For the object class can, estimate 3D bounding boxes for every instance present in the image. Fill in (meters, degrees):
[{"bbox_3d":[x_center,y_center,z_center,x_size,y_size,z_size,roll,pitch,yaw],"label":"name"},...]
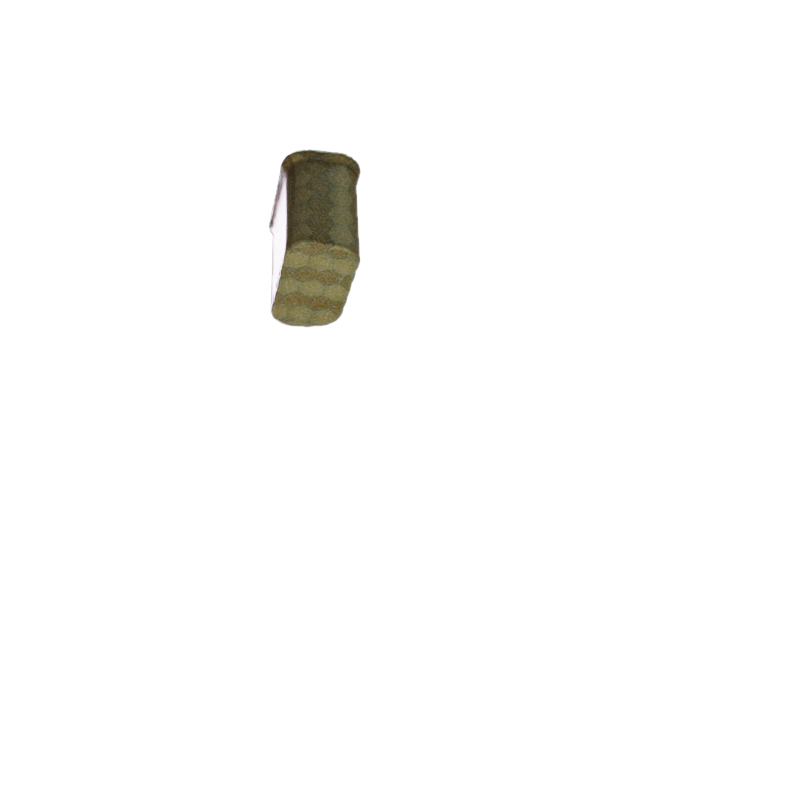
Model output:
[{"bbox_3d":[-0.062,-0.113,0.790,0.057,0.090,0.096,6,-36,-11],"label":"can"}]
